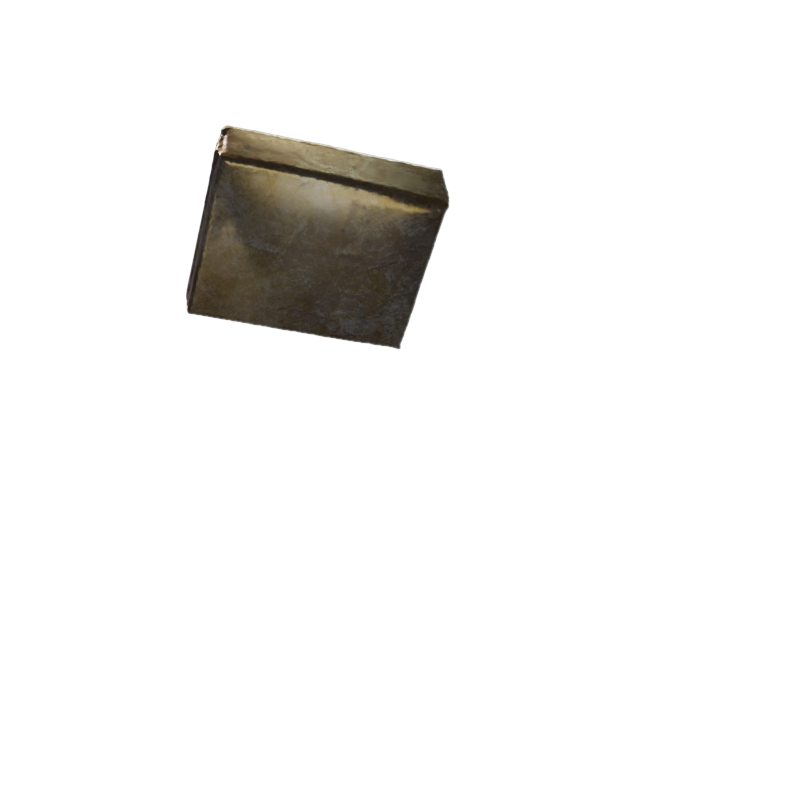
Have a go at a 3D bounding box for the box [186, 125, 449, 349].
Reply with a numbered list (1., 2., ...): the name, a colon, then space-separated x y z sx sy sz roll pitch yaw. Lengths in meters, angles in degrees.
1. box: -0.042 -0.078 0.543 0.112 0.085 0.041 12 33 -8
